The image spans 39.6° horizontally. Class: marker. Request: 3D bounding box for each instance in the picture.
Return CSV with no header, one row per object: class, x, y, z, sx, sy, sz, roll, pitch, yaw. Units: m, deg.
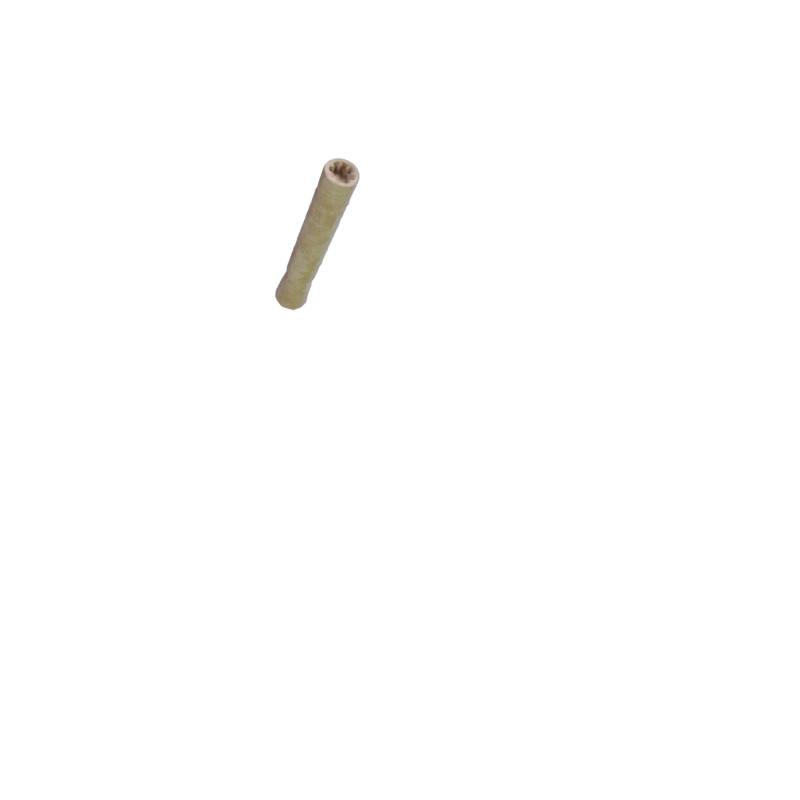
marker,-0.047,-0.085,0.595,0.019,0.021,0.116,0,-29,-20
